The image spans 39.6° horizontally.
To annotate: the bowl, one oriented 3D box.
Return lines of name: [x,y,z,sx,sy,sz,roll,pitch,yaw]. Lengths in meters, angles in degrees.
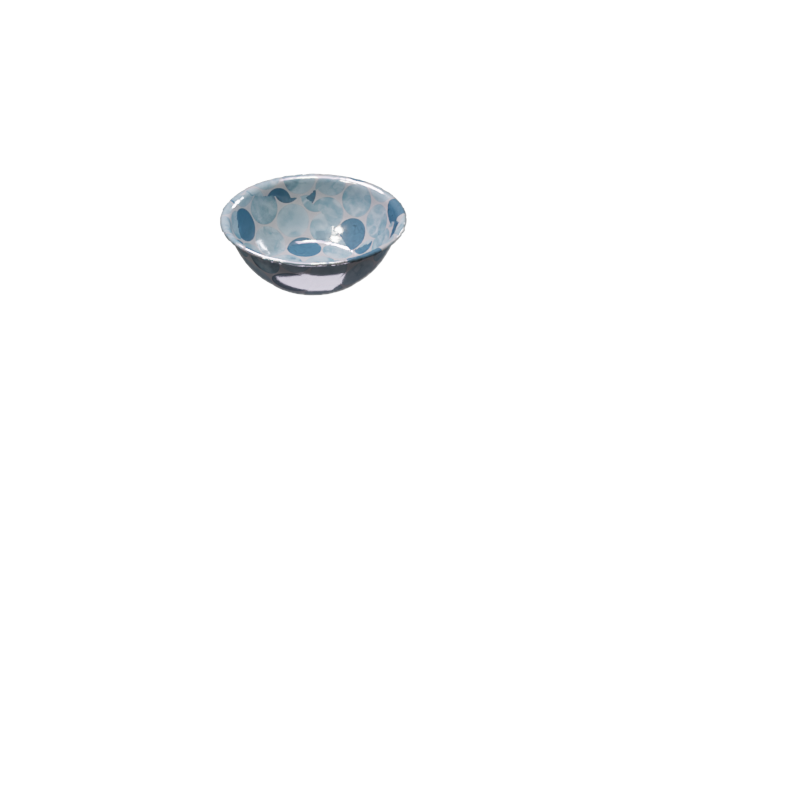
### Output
bowl: [-0.076,-0.139,0.975,0.162,0.052,0.173,-1,36,-2]
